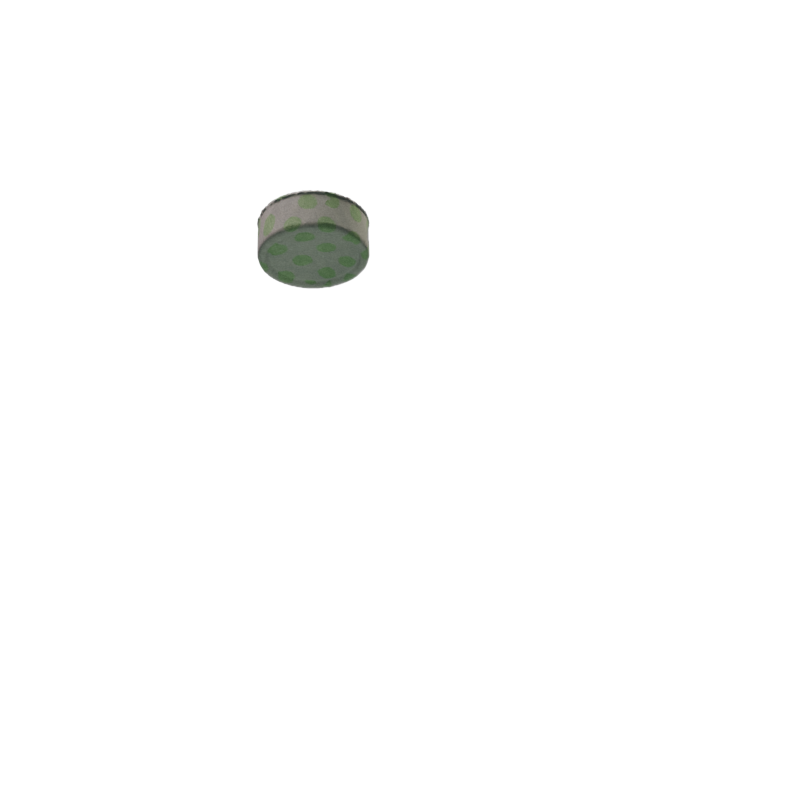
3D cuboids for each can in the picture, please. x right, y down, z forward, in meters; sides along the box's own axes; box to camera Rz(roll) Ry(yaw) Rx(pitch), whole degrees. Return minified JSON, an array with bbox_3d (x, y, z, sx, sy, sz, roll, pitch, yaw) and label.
[{"bbox_3d":[-0.066,-0.120,0.841,0.086,0.036,0.081,1,-30,-2],"label":"can"}]
